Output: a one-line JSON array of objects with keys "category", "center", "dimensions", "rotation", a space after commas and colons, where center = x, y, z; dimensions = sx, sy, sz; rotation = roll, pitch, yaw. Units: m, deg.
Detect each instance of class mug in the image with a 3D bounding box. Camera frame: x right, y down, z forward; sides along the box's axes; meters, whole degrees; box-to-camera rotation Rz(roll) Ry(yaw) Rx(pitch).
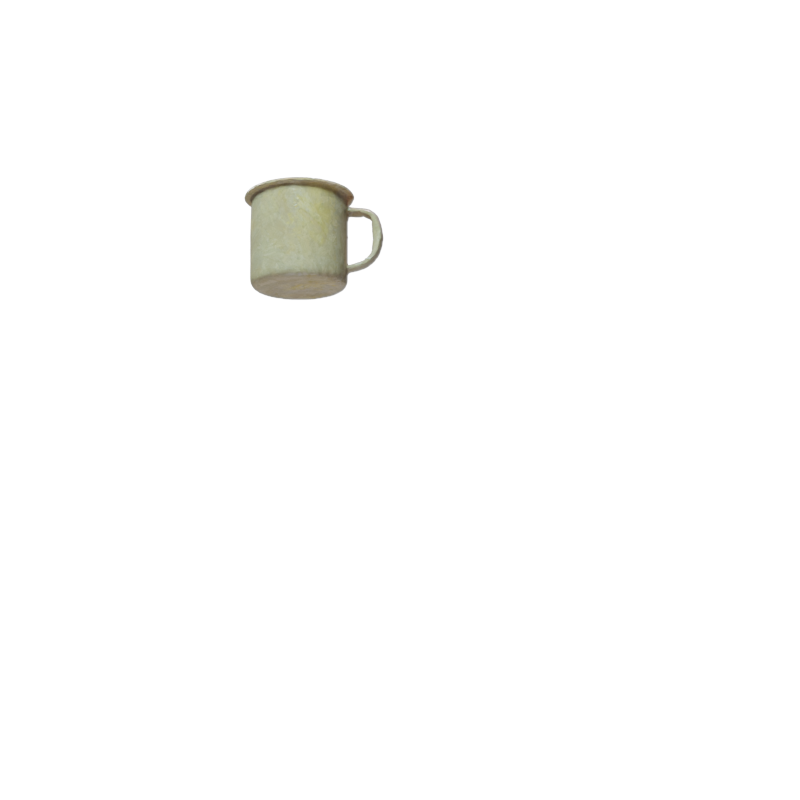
[{"category": "mug", "center": [-0.073, -0.133, 0.932], "dimensions": [0.117, 0.085, 0.089], "rotation": [-1, -14, 2]}]
